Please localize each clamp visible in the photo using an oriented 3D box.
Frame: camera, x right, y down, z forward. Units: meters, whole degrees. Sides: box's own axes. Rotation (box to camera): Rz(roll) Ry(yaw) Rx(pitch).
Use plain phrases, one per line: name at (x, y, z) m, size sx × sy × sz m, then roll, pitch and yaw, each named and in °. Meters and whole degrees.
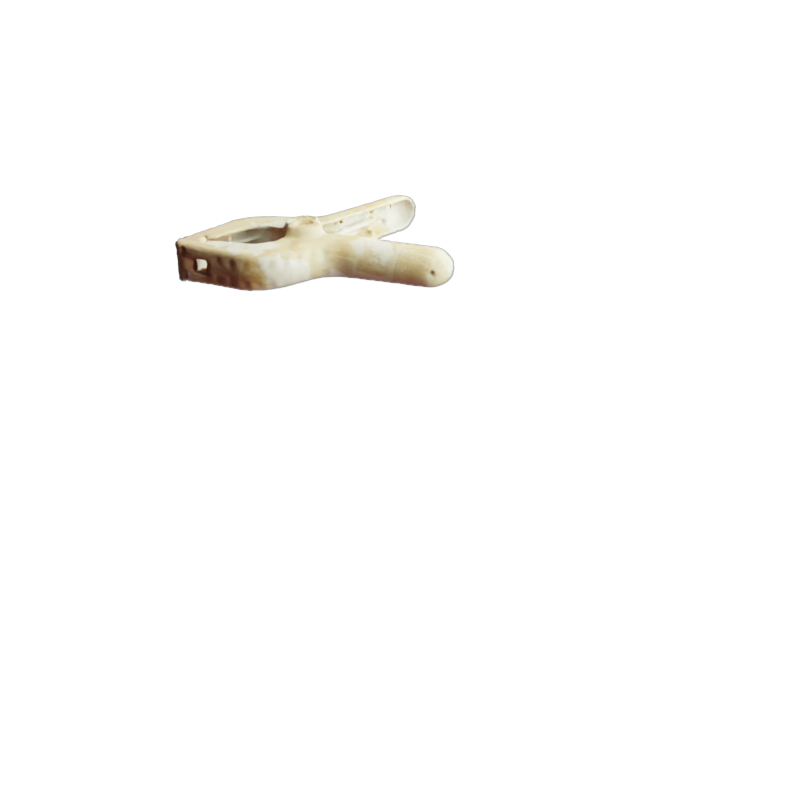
clamp at (-0.056, -0.102, 0.717) m, size 0.171 × 0.038 × 0.125 m, roll 0°, pitch 22°, yaw 0°
